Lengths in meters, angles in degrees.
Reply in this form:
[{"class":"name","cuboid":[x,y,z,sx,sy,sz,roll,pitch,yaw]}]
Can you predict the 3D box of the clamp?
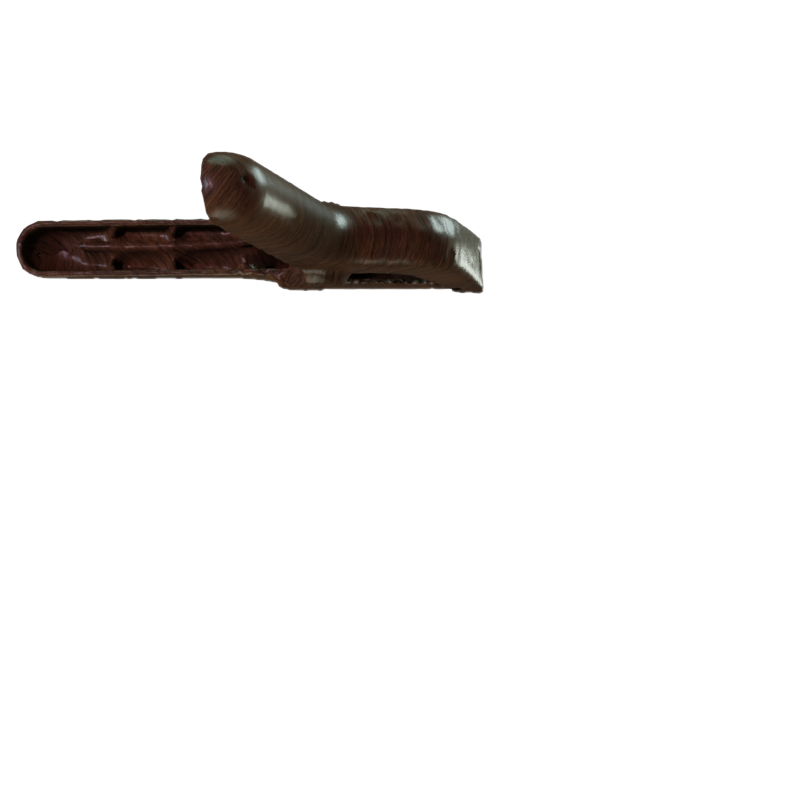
[{"class":"clamp","cuboid":[-0.037,-0.067,0.467,0.202,0.037,0.169,1,-2,-32]}]
